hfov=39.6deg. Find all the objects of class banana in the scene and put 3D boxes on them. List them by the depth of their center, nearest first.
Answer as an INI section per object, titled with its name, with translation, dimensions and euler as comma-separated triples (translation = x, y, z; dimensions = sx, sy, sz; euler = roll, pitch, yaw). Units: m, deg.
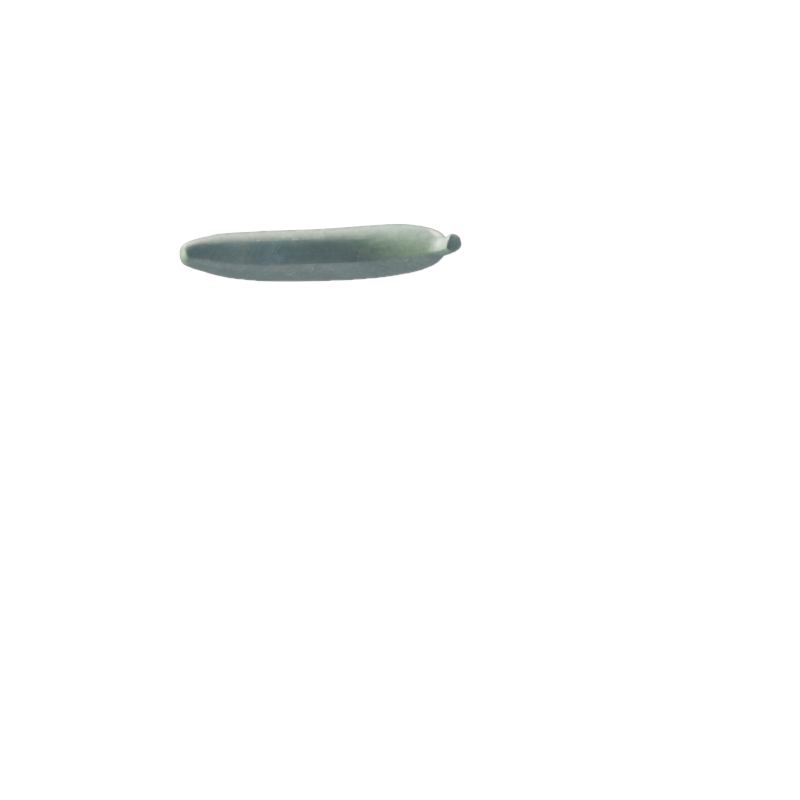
[banana]
translation = -0.053, -0.106, 0.783
dimensions = 0.201, 0.038, 0.066
euler = -2, -12, 13
